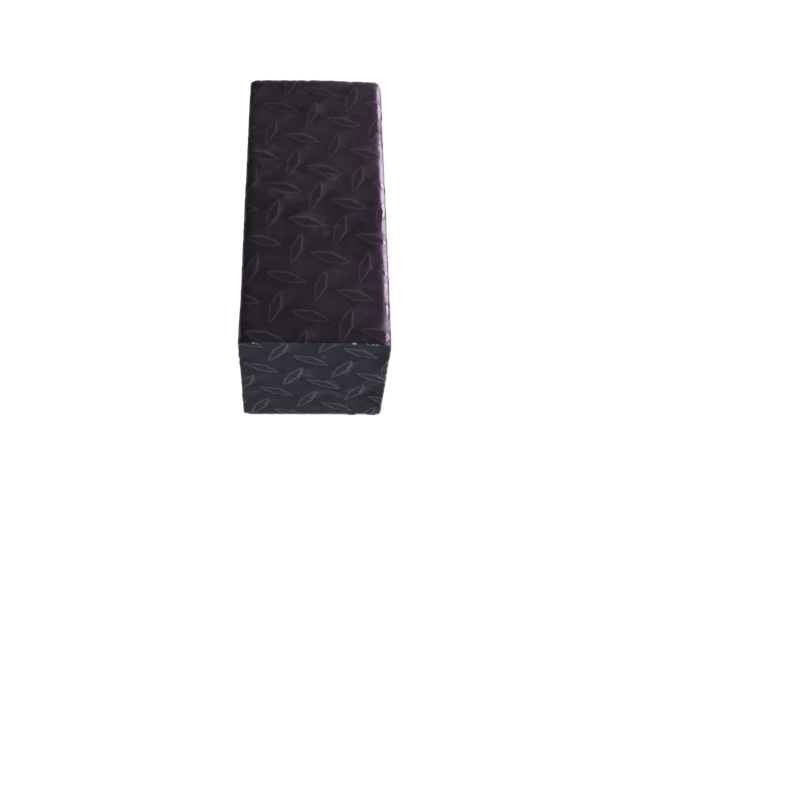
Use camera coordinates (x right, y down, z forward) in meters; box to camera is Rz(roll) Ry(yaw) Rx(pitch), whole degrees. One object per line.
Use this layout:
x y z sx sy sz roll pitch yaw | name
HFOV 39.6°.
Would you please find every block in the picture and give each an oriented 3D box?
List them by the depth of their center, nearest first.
-0.056 -0.104 0.727 0.090 0.220 0.085 0 -33 -4 | block
